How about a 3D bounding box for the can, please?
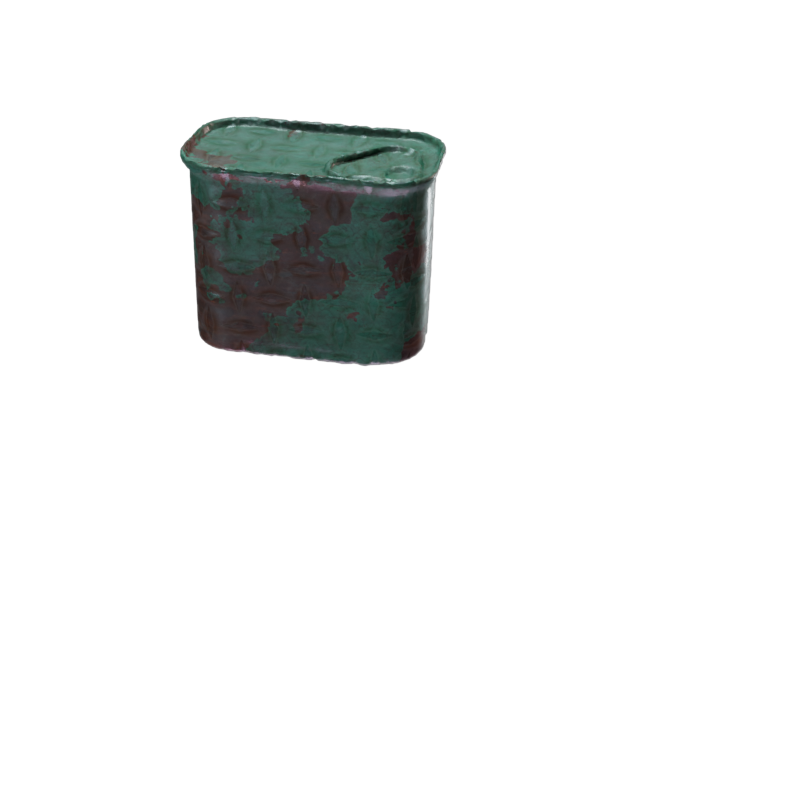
[{"bbox_3d":[-0.035,-0.065,0.453,0.104,0.079,0.060,7,30,10],"label":"can"}]
